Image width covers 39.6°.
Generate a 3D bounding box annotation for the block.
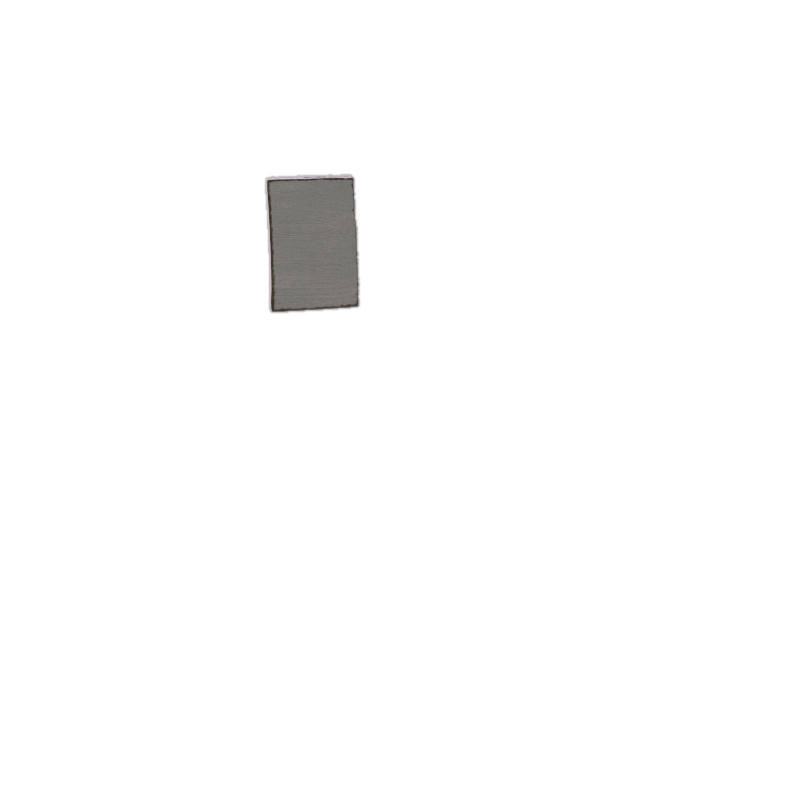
[{"bbox_3d":[-0.052,-0.094,0.659,0.053,0.077,0.052,-1,6,-2],"label":"block"}]
